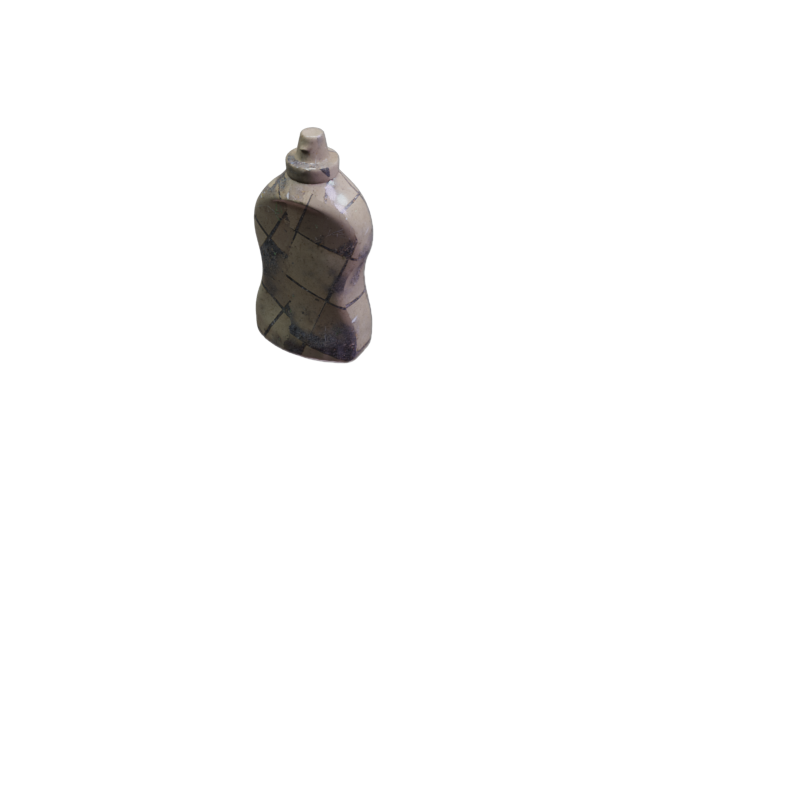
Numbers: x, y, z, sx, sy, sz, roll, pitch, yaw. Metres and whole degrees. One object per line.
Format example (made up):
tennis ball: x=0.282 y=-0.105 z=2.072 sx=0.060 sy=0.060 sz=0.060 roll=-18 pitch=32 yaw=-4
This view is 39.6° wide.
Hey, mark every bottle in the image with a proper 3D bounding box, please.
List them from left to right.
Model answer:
bottle: x=-0.068 y=-0.124 z=0.869 sx=0.100 sy=0.180 sz=0.059 roll=20 pitch=37 yaw=24
